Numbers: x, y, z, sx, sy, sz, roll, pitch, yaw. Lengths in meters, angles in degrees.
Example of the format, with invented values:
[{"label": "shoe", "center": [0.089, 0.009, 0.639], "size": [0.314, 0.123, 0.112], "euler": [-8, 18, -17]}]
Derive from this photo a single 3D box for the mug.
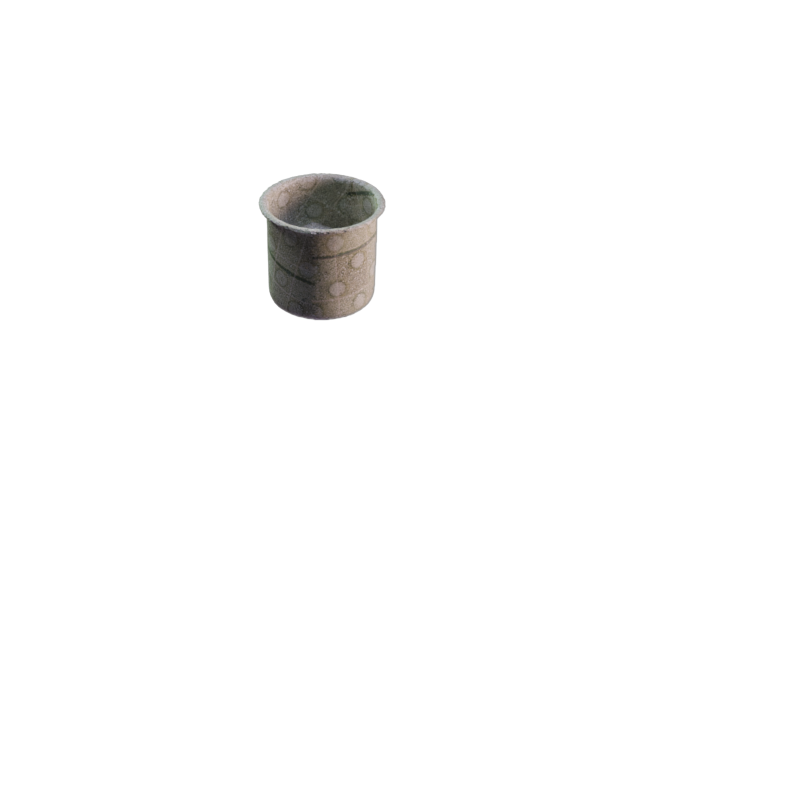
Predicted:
[{"label": "mug", "center": [-0.066, -0.120, 0.840], "size": [0.092, 0.076, 0.126], "euler": [-20, 40, -28]}]
